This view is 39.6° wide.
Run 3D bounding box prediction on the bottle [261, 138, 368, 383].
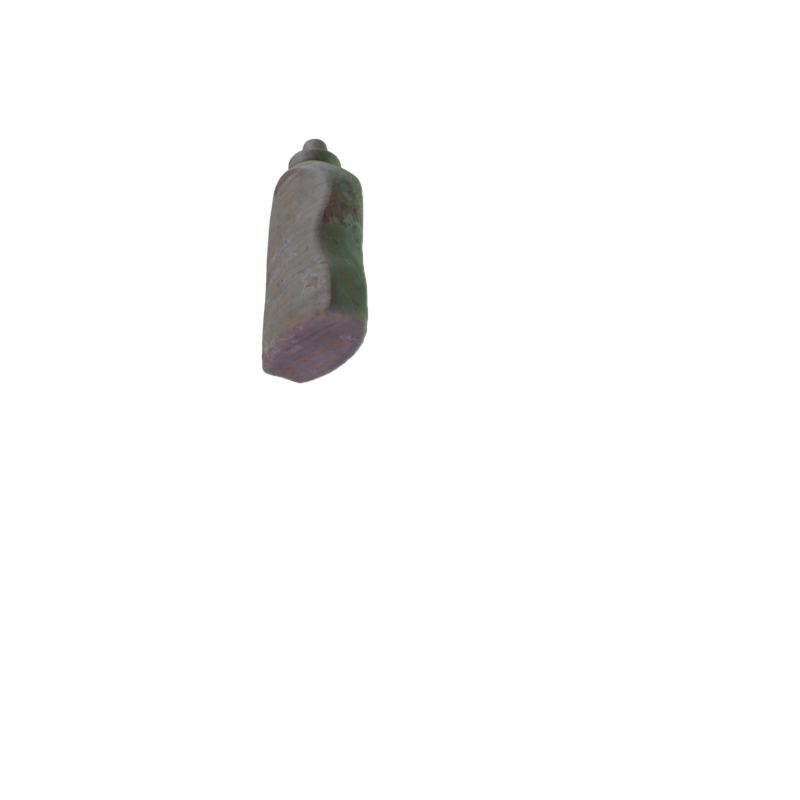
[{"bbox_3d":[-0.063,-0.115,0.810,0.056,0.205,0.094,17,-39,-27],"label":"bottle"}]
